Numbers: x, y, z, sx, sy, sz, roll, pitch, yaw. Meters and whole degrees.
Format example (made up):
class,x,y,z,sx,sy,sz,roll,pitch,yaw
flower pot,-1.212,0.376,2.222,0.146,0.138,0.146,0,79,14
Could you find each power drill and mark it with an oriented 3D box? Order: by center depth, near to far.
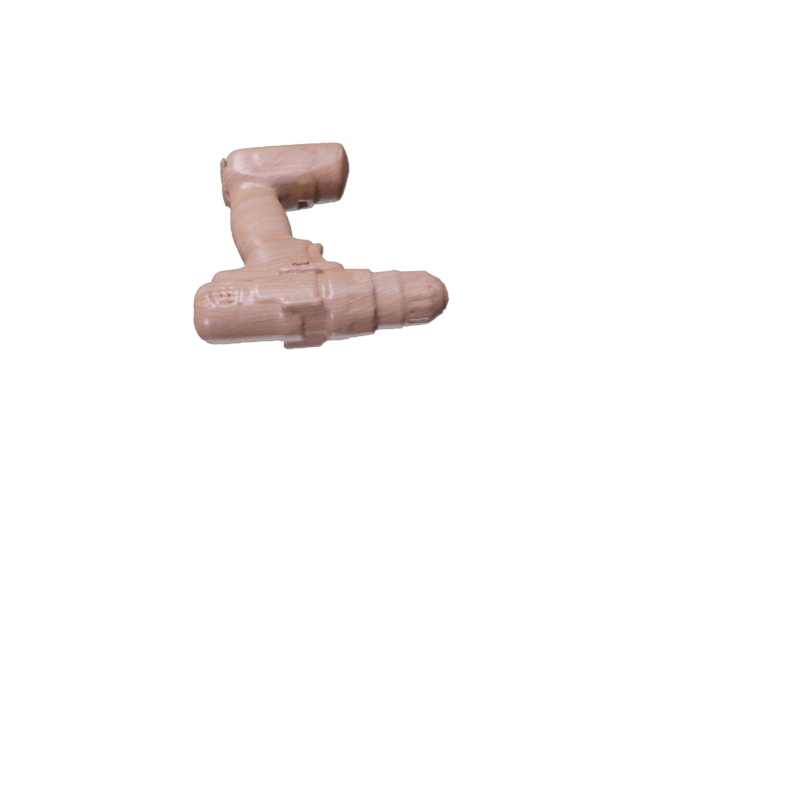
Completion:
class,x,y,z,sx,sy,sz,roll,pitch,yaw
power drill,-0.067,-0.121,0.850,0.183,0.202,0.053,-4,-45,-5
